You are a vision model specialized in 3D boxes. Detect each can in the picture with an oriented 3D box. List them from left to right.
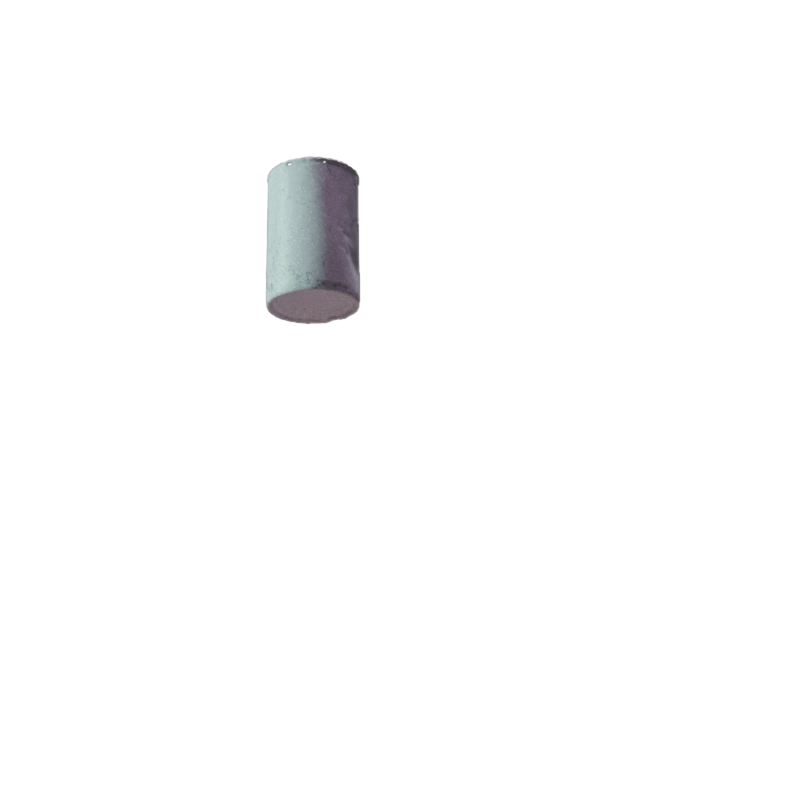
[{"bbox_3d":[-0.062,-0.113,0.793,0.068,0.108,0.065,0,-22,-2],"label":"can"}]
